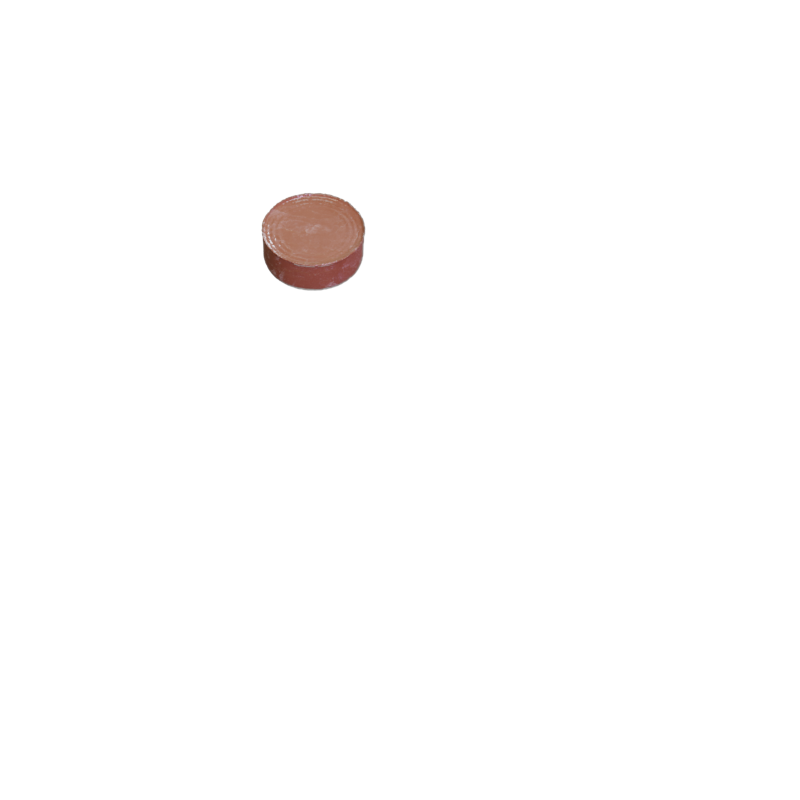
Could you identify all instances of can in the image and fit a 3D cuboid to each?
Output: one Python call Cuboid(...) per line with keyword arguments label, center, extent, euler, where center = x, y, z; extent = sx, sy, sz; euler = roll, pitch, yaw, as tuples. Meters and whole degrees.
Cuboid(label="can", center=(-0.073, -0.132, 0.926), extent=(0.086, 0.092, 0.031), euler=(-1, -41, -1))
